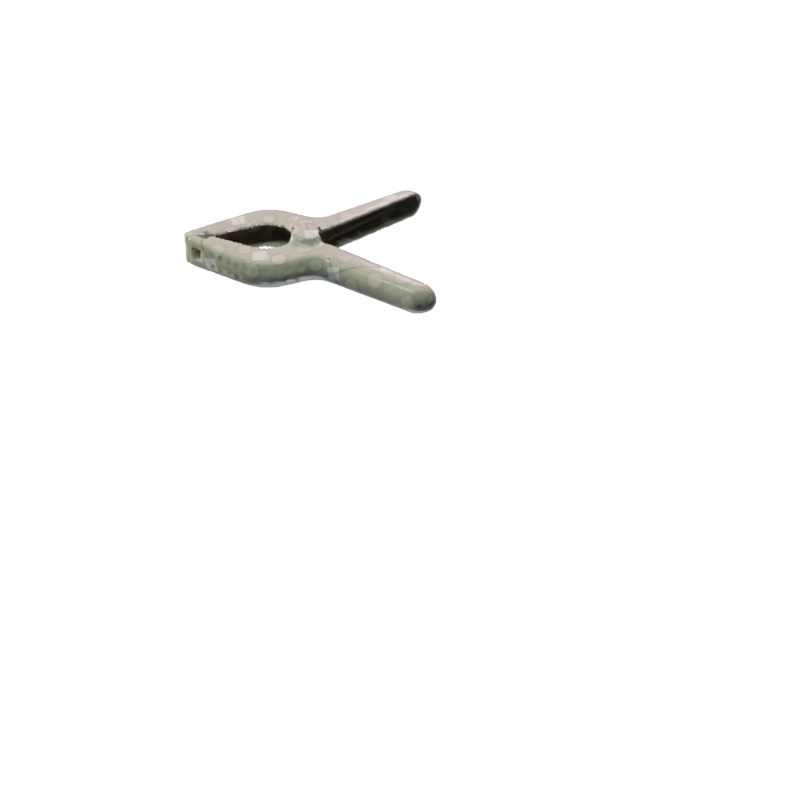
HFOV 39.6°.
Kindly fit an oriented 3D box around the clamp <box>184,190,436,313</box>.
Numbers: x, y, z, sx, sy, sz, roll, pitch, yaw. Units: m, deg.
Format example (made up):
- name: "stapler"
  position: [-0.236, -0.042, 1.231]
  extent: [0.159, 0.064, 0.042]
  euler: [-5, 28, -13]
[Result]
- name: "clamp"
  position: [-0.073, -0.133, 0.931]
  extent: [0.212, 0.034, 0.174]
  euler: [4, 37, 5]
